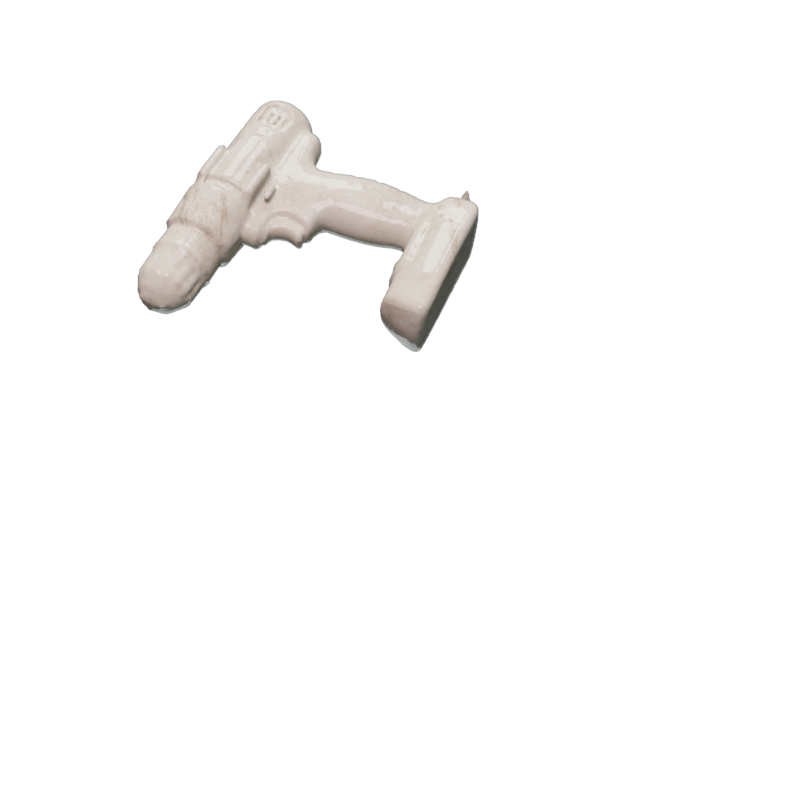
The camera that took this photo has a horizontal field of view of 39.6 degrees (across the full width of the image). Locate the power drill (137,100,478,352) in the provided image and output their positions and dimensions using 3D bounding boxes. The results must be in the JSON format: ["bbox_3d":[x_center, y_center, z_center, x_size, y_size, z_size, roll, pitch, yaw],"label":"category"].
[{"bbox_3d":[-0.057,-0.104,0.729,0.193,0.191,0.054,24,-29,13],"label":"power drill"}]
